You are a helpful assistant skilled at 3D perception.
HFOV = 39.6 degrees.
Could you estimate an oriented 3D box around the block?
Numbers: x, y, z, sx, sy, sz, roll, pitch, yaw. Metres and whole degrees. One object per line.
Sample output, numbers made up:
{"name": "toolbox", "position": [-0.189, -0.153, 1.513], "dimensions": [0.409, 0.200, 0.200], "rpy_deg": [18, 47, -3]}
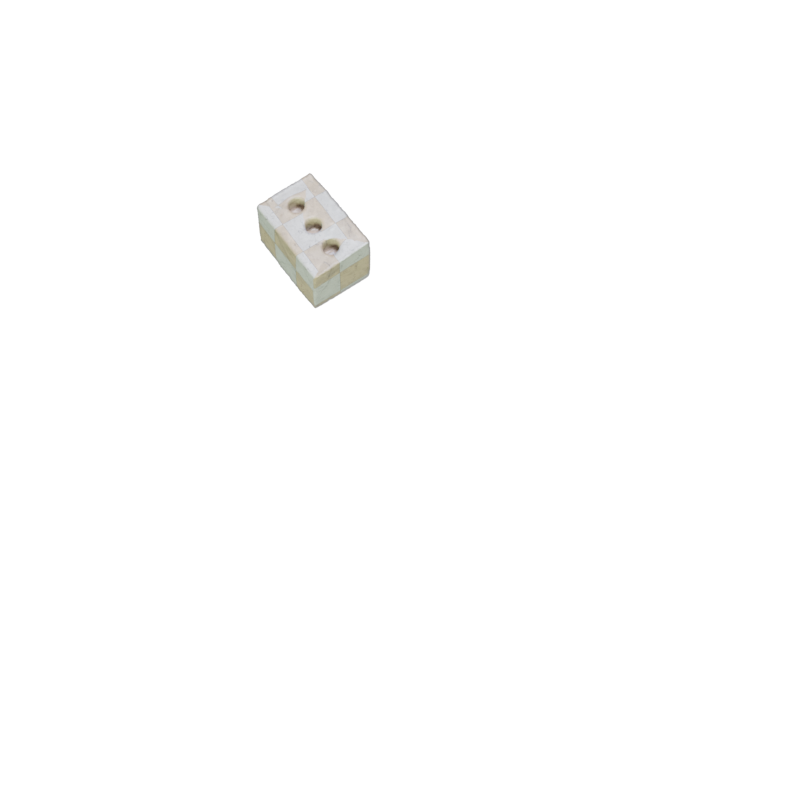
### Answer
{"name": "block", "position": [-0.066, -0.120, 0.843], "dimensions": [0.053, 0.082, 0.048], "rpy_deg": [-33, -21, -17]}
